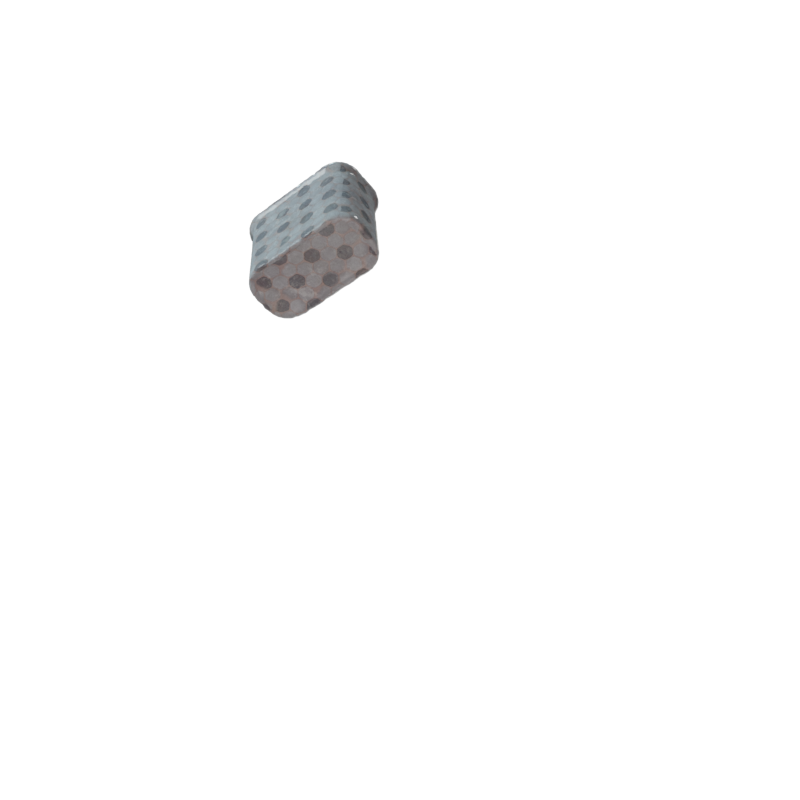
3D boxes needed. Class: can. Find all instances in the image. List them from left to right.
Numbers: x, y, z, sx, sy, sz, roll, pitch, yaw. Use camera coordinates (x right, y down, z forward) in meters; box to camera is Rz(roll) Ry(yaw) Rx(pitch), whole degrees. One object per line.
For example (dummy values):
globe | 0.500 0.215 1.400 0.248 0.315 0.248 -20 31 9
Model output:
can | -0.064 -0.117 0.821 0.101 0.054 0.089 -33 29 17
